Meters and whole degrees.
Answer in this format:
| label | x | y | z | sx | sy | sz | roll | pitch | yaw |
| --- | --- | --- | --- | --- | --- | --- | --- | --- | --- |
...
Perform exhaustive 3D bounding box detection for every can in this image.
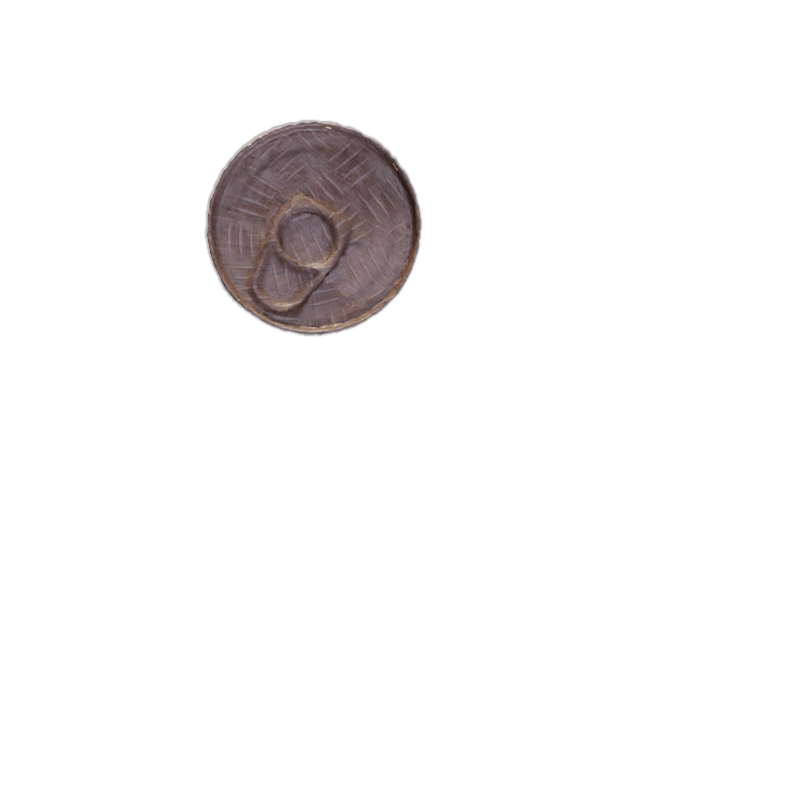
| label | x | y | z | sx | sy | sz | roll | pitch | yaw |
| --- | --- | --- | --- | --- | --- | --- | --- | --- | --- |
| can | -0.031 | -0.057 | 0.399 | 0.068 | 0.069 | 0.102 | 0 | 0 | -3 |
